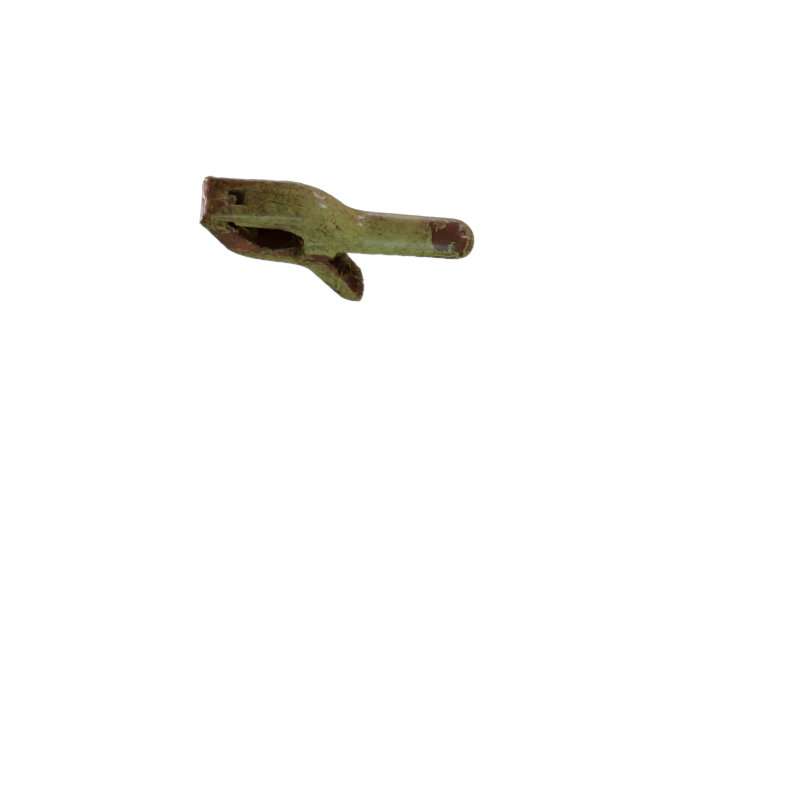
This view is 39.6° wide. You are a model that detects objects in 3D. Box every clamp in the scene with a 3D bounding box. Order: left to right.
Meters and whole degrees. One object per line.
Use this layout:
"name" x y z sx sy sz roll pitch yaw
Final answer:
"clamp" -0.054 -0.099 0.692 0.164 0.041 0.118 13 -27 -27
